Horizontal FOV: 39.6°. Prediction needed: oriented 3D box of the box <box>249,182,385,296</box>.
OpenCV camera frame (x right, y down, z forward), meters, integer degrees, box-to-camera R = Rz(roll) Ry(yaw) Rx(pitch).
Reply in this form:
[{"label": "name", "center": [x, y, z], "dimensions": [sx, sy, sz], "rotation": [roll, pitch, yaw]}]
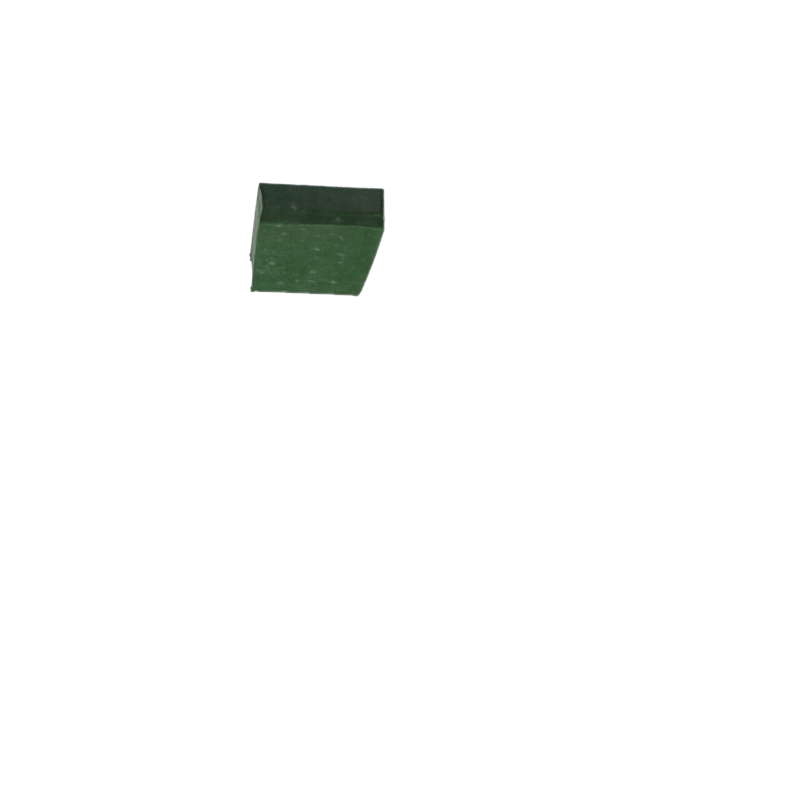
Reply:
[{"label": "box", "center": [-0.064, -0.117, 0.817], "dimensions": [0.089, 0.041, 0.108], "rotation": [4, -25, -8]}]
